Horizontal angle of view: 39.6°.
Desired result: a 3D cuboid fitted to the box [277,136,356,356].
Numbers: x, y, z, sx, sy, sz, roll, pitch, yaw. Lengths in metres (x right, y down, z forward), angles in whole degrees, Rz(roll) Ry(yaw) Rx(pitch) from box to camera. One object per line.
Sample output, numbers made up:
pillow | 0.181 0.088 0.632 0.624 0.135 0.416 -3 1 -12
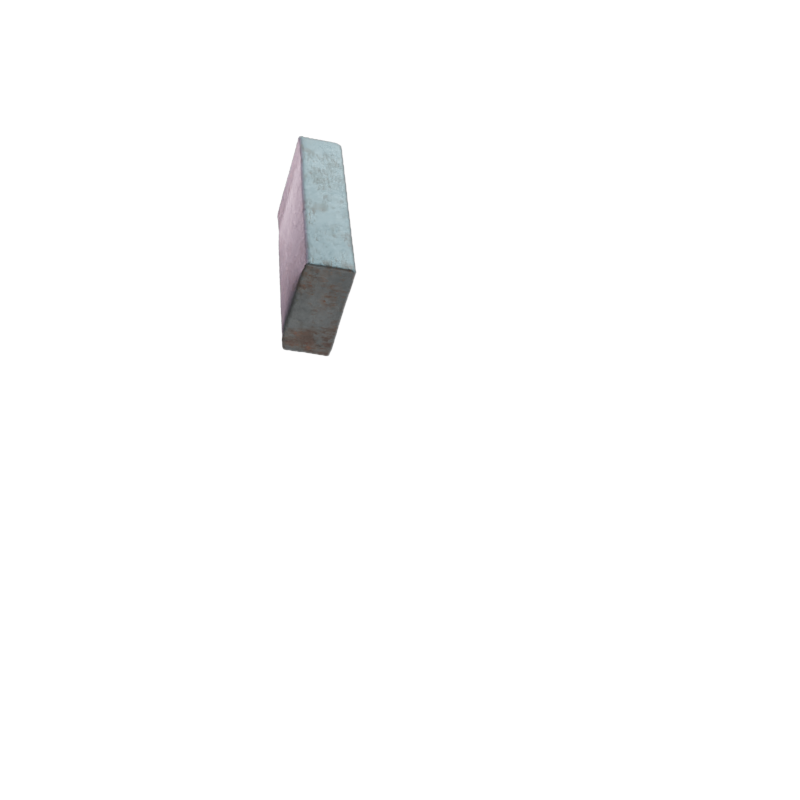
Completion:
box | -0.071 -0.131 0.915 0.047 0.088 0.189 10 41 -13
